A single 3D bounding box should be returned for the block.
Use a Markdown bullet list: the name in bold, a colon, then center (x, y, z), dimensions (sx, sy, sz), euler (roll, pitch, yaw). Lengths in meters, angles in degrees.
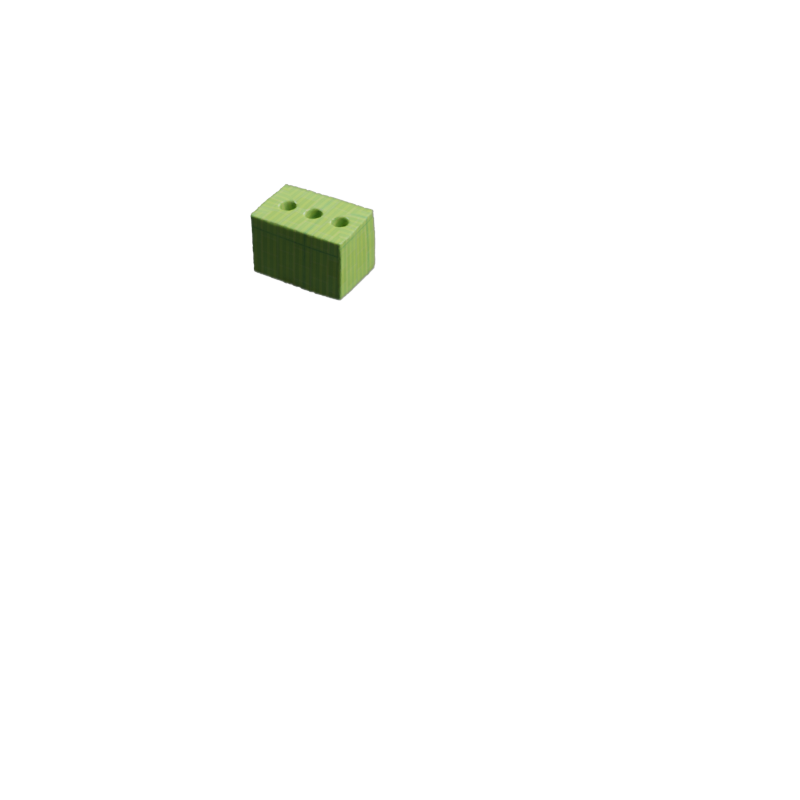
- **block**: center (-0.064, -0.116, 0.814), dimensions (0.081, 0.048, 0.054), euler (19, 41, 22)
